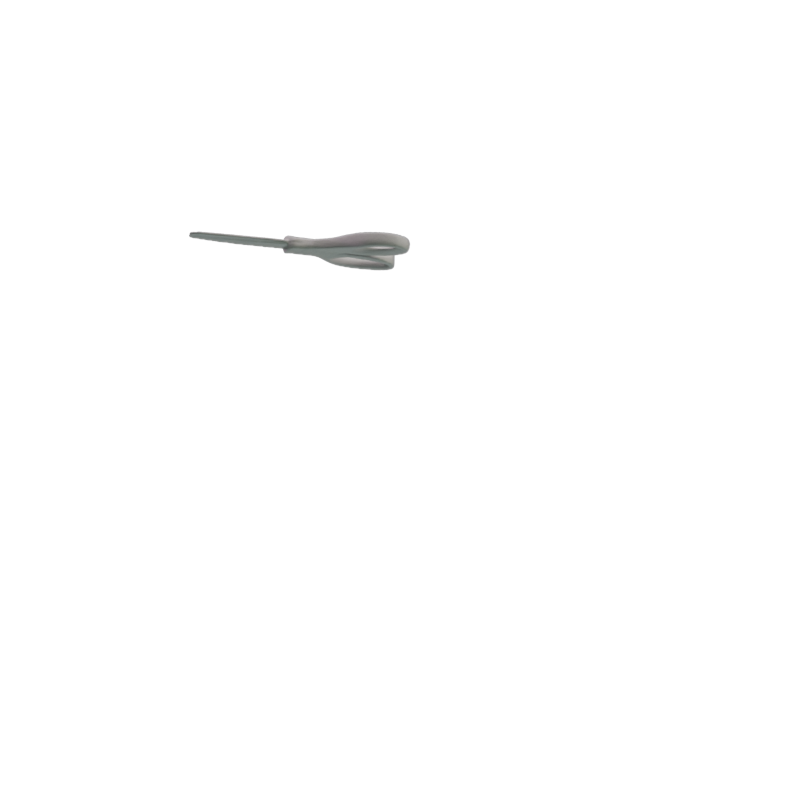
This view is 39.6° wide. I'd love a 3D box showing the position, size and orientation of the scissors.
[{"bbox_3d":[-0.078,-0.141,0.991,0.192,0.016,0.098,6,-11,-36],"label":"scissors"}]
